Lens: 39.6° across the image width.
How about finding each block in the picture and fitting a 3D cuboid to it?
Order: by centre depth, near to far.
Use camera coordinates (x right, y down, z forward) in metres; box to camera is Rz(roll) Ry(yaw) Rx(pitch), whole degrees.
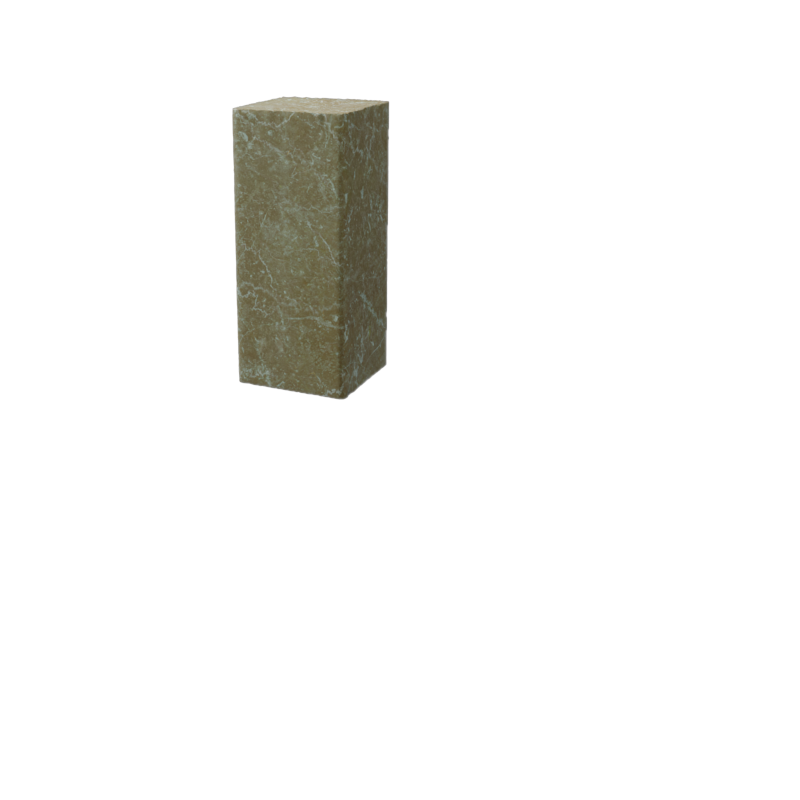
[{"bbox_3d":[-0.065,-0.118,0.827,0.094,0.199,0.090,7,17,22],"label":"block"}]
